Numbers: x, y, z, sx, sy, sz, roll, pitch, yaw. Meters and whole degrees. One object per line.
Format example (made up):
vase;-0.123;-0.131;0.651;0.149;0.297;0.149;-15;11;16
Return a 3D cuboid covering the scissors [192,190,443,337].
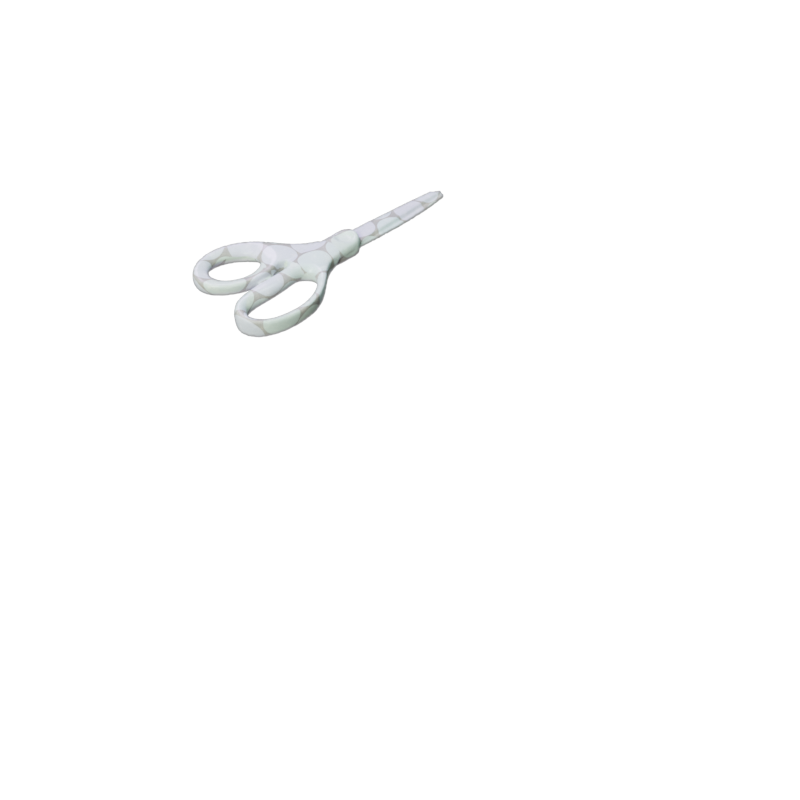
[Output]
scissors;-0.058;-0.105;0.735;0.100;0.015;0.207;18;42;21
